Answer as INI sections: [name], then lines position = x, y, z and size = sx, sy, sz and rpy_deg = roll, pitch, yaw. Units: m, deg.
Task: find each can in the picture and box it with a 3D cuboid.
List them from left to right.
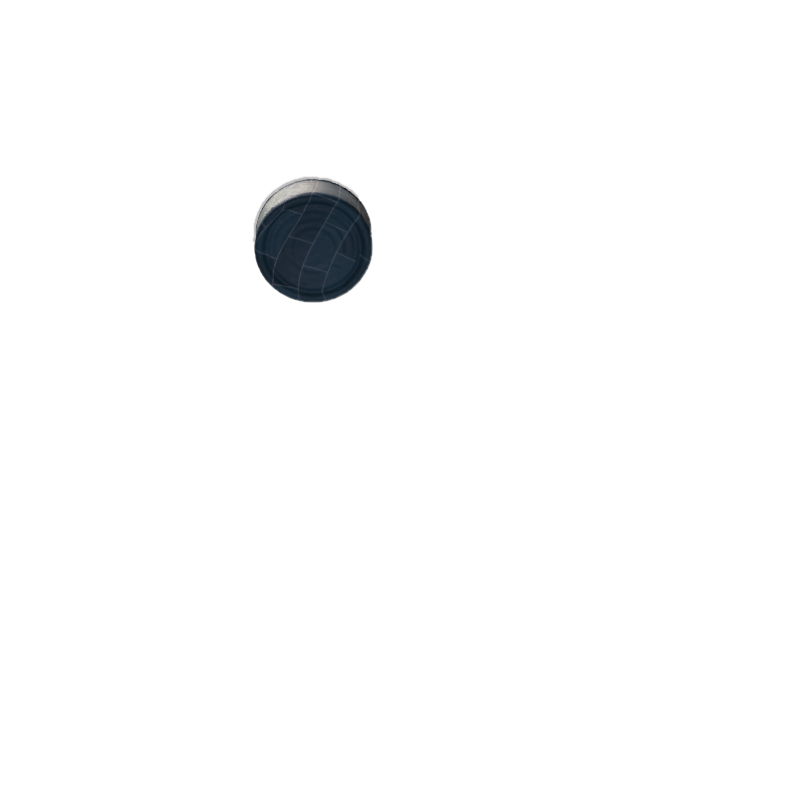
[can]
position = -0.062, -0.114, 0.798
size = 0.086, 0.082, 0.035
rpy_deg = 1, 24, -1
